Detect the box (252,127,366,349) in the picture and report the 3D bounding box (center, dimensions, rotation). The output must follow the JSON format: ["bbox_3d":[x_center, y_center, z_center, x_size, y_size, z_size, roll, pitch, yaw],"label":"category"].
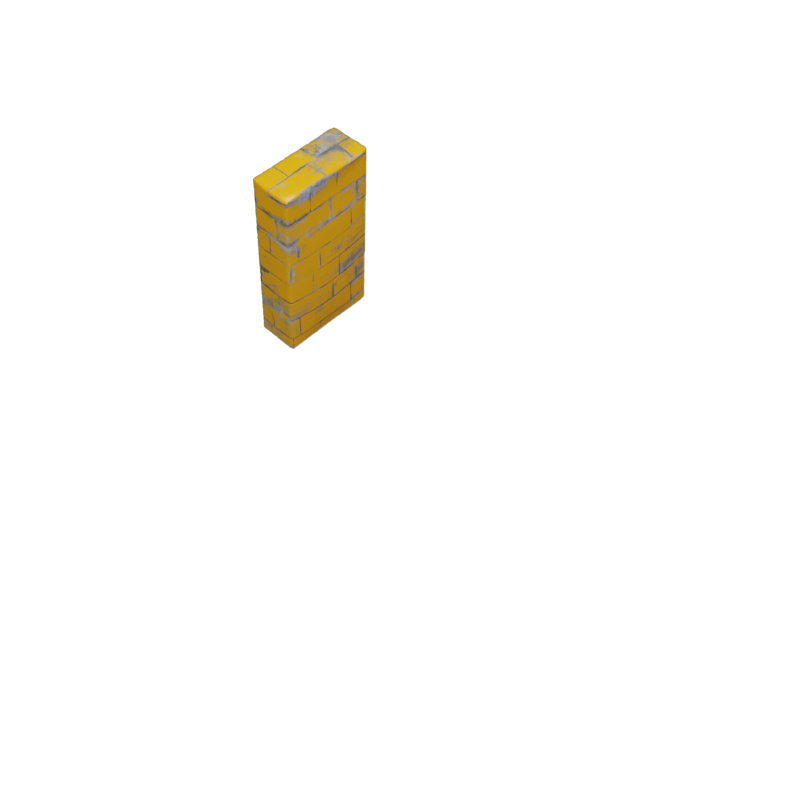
[{"bbox_3d":[-0.073,-0.133,0.931,0.051,0.164,0.094,37,58,23],"label":"box"}]
